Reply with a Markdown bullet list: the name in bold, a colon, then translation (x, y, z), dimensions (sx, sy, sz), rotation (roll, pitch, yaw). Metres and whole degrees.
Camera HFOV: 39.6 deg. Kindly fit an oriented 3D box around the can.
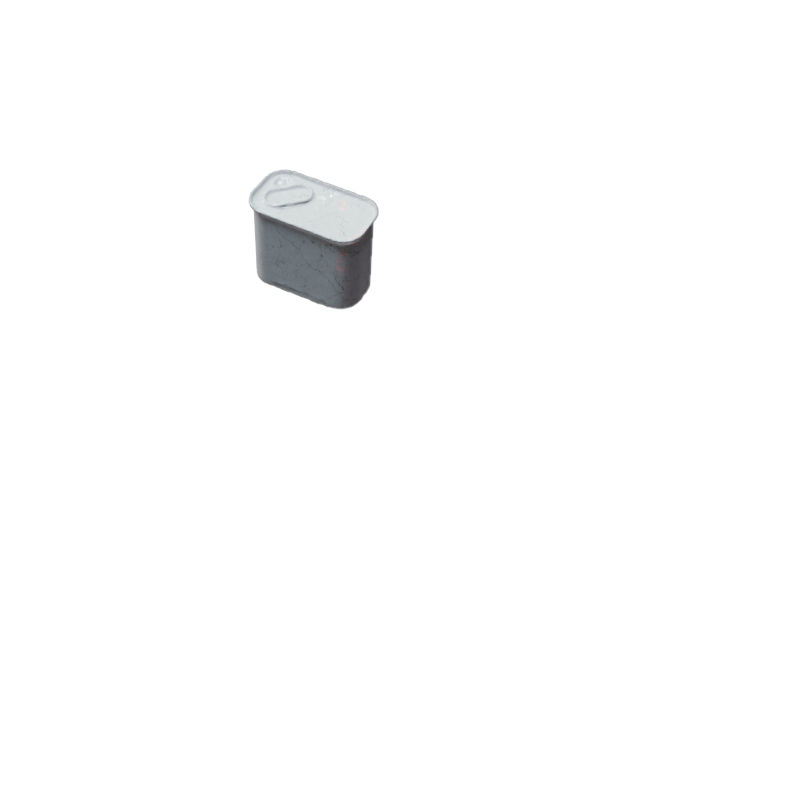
- **can**: translation (-0.071, -0.129, 0.906), dimensions (0.106, 0.078, 0.059), rotation (23, 51, 18)
